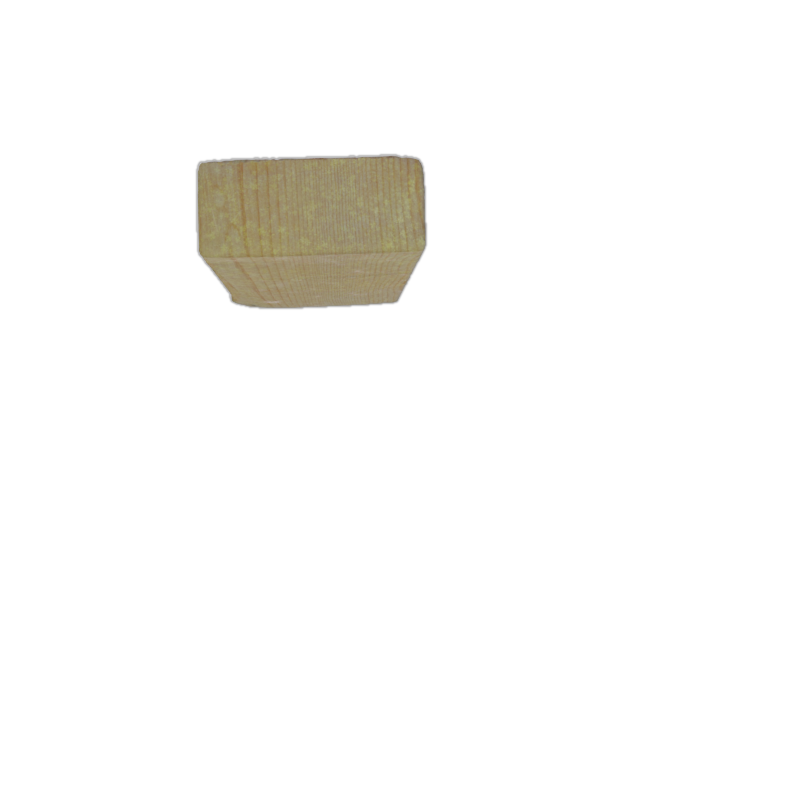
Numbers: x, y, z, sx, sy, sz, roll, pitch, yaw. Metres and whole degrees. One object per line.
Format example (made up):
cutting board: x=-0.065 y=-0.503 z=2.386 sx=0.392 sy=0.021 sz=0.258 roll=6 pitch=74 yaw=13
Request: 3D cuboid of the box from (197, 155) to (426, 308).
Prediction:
box: x=-0.041 y=-0.075 z=0.525 sx=0.093 sy=0.049 sz=0.173 roll=-1 pitch=-5 yaw=-4
